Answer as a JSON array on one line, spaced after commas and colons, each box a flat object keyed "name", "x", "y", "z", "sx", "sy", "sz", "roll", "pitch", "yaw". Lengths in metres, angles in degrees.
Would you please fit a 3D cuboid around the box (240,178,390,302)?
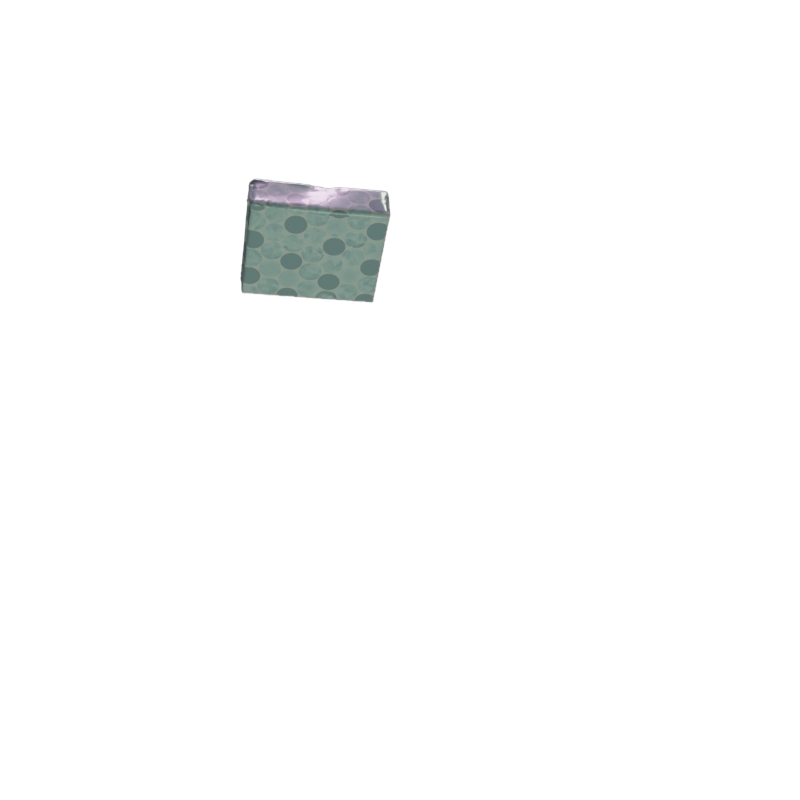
[{"name": "box", "x": -0.056, "y": -0.101, "z": 0.708, "sx": 0.089, "sy": 0.069, "sz": 0.032, "roll": 5, "pitch": 41, "yaw": -5}]
